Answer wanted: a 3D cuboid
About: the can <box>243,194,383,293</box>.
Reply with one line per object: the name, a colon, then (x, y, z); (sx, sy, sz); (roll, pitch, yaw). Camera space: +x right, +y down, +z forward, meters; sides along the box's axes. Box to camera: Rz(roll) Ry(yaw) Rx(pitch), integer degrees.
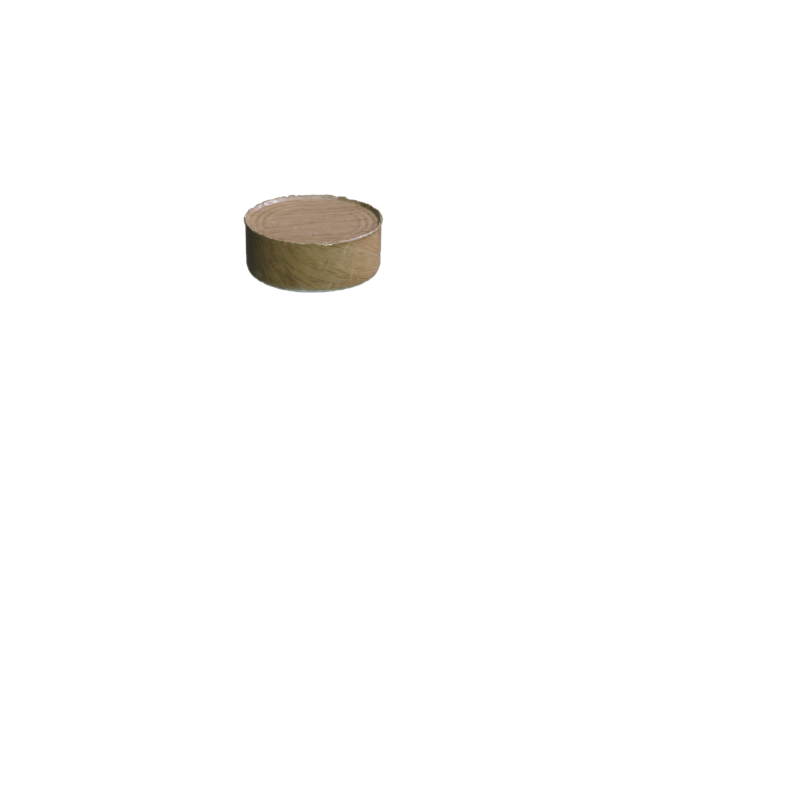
can: (-0.054, -0.098, 0.689); (0.086, 0.032, 0.091); (-1, 28, -2)
